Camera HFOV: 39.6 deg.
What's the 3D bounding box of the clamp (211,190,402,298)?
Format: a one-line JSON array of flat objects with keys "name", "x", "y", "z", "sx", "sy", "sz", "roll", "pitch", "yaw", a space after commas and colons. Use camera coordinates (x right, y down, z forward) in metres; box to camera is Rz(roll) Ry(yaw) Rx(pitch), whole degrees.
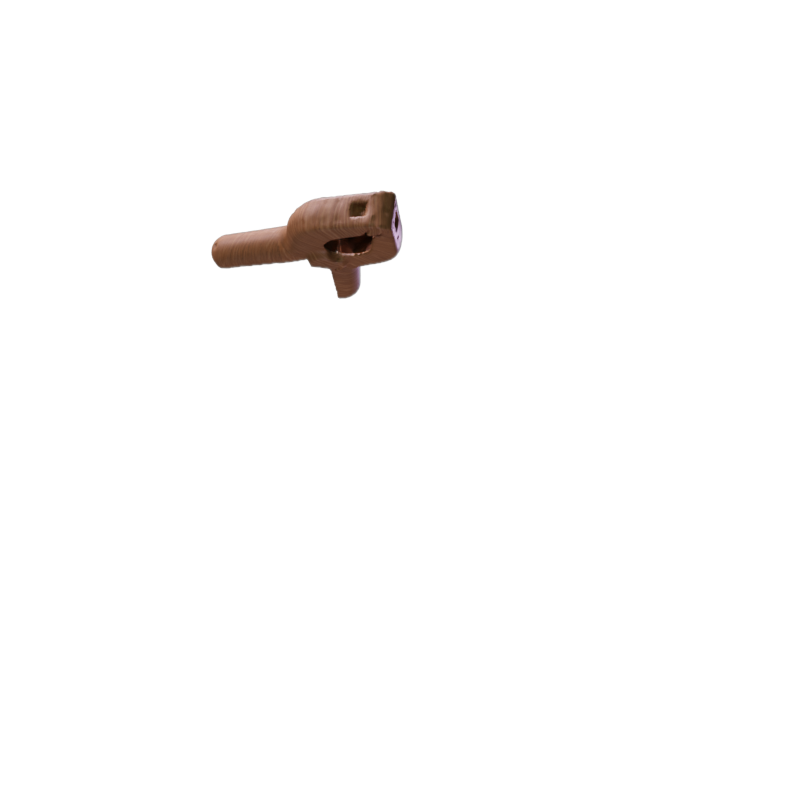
[{"name": "clamp", "x": -0.061, "y": -0.111, "z": 0.781, "sx": 0.117, "sy": 0.041, "sz": 0.169, "roll": 5, "pitch": -14, "yaw": -20}]
